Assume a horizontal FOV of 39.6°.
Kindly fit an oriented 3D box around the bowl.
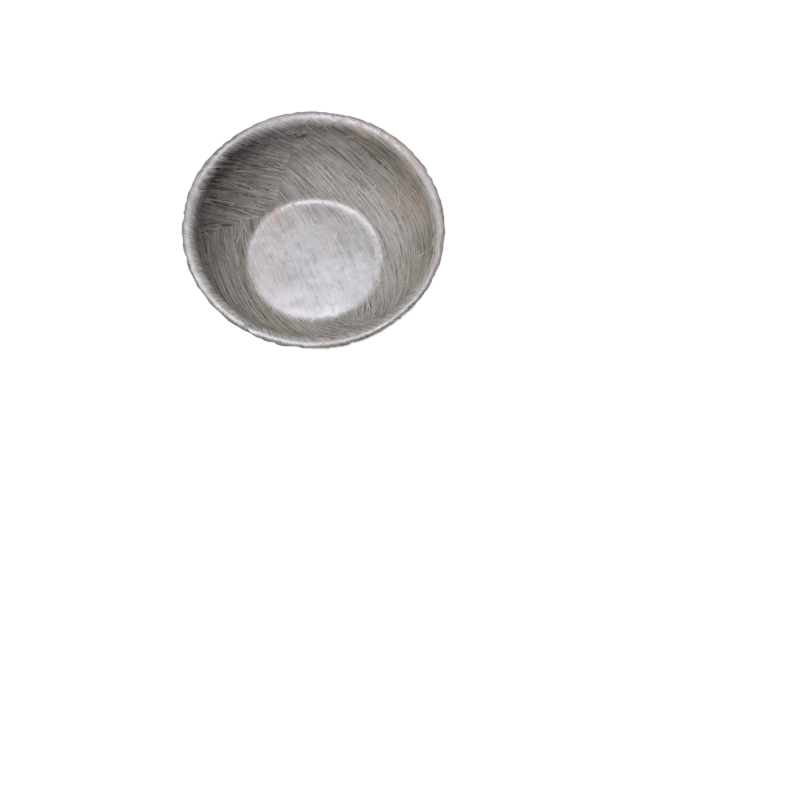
[{"bbox_3d":[-0.055,-0.100,0.702,0.162,0.171,0.052,-1,-24,-1],"label":"bowl"}]
